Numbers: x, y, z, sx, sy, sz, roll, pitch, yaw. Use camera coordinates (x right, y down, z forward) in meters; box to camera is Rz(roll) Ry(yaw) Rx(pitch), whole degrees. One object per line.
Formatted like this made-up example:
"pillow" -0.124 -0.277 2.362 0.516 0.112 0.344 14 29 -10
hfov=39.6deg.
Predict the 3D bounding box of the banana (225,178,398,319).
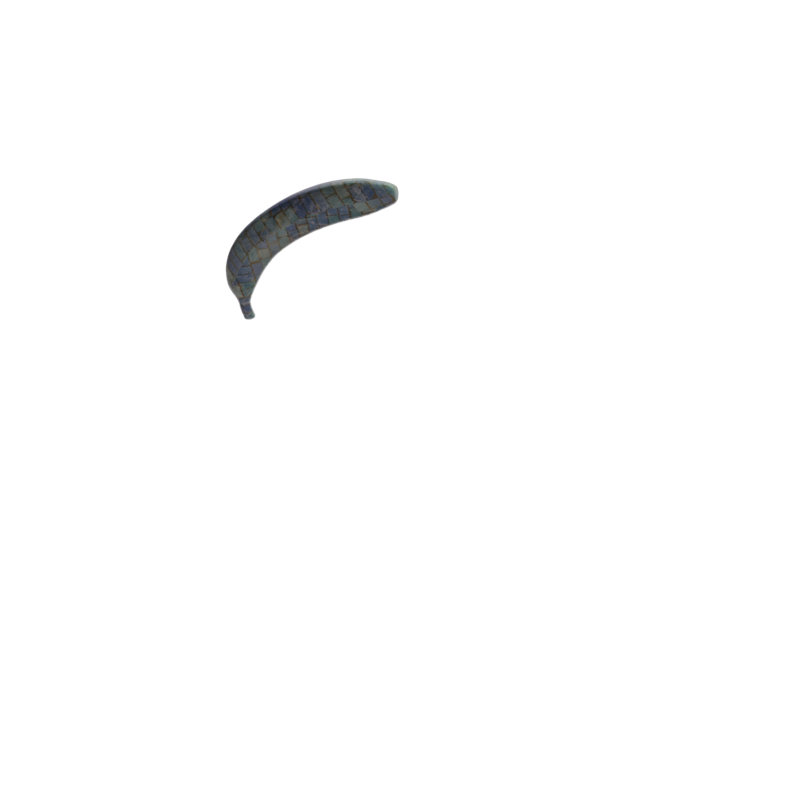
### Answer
"banana" -0.093 -0.148 0.981 0.196 0.039 0.065 -34 -54 28
